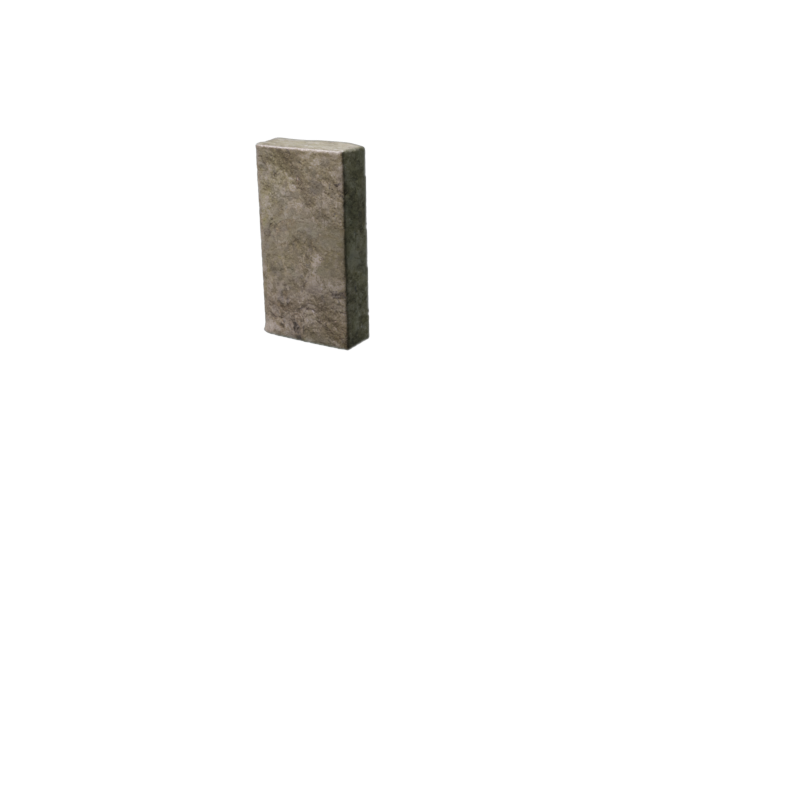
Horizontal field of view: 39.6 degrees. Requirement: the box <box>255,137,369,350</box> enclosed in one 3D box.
[{"bbox_3d":[-0.076,-0.139,0.973,0.098,0.170,0.047,10,17,31],"label":"box"}]
